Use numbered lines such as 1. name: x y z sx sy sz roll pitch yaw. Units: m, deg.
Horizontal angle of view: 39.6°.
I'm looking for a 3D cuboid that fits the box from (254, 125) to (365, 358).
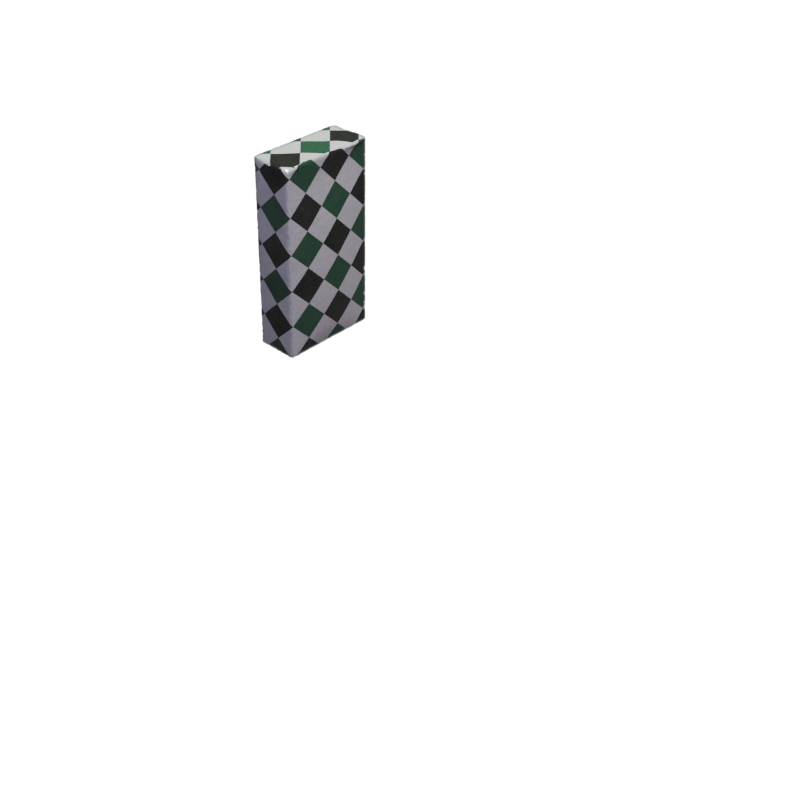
1. box: -0.073 -0.133 0.932 0.051 0.165 0.093 28 41 34
